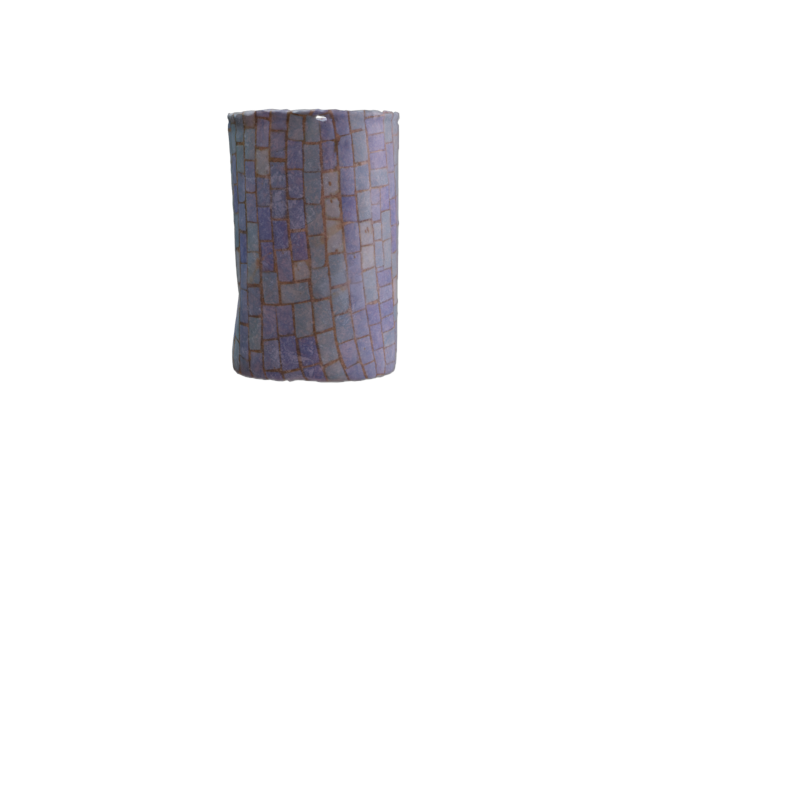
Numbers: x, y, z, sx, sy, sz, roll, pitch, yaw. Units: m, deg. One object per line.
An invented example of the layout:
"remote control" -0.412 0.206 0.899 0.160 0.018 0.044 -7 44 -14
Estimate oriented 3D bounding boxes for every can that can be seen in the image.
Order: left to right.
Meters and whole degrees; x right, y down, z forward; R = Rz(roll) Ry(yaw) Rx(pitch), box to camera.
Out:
"can" -0.034 -0.063 0.440 0.068 0.101 0.069 0 6 -2
